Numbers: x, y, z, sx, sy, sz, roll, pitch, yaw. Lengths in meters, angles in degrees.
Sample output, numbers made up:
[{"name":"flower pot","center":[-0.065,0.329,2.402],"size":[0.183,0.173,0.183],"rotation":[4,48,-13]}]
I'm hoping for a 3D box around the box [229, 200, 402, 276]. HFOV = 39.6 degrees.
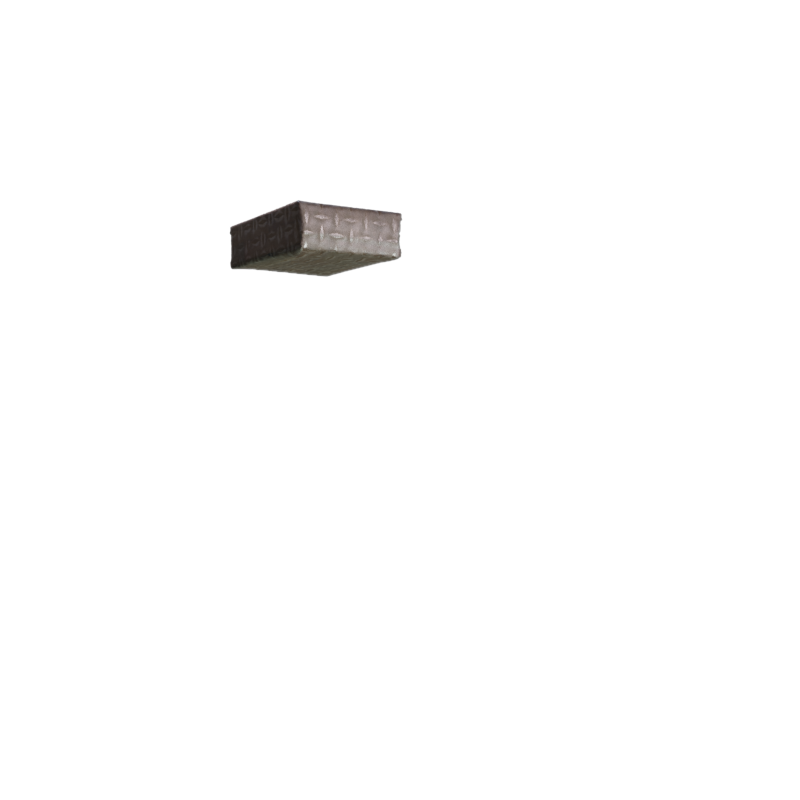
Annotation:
[{"name":"box","center":[-0.066,-0.120,0.840],"size":[0.086,0.039,0.116],"rotation":[1,-1,-33]}]
